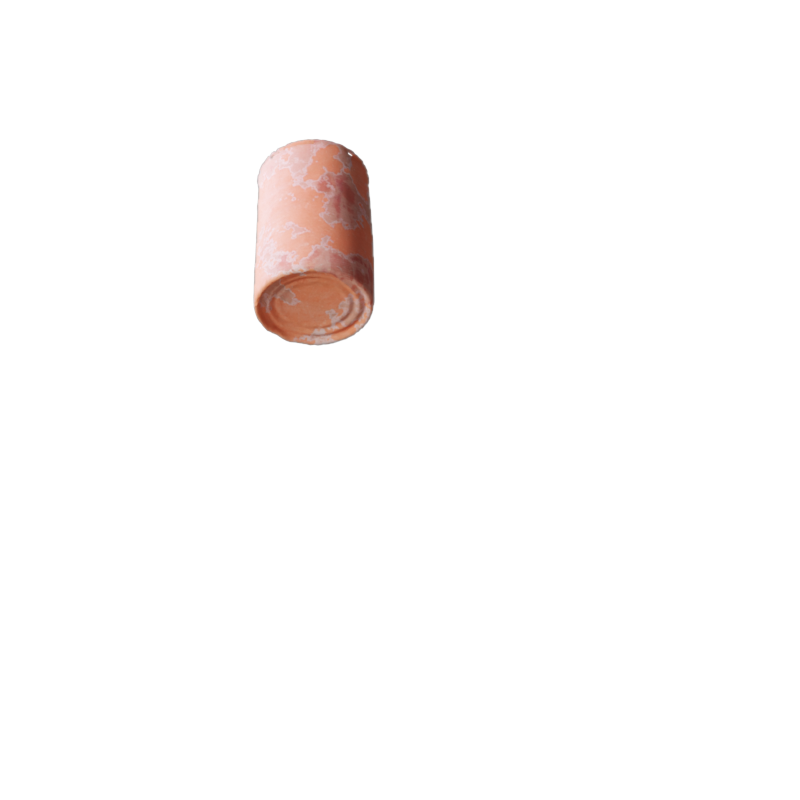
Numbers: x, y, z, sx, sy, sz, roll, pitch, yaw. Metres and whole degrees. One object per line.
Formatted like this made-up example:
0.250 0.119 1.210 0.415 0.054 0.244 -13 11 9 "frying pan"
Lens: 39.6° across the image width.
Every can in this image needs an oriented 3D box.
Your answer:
-0.050 -0.091 0.638 0.068 0.110 0.064 -1 -40 -3 "can"
